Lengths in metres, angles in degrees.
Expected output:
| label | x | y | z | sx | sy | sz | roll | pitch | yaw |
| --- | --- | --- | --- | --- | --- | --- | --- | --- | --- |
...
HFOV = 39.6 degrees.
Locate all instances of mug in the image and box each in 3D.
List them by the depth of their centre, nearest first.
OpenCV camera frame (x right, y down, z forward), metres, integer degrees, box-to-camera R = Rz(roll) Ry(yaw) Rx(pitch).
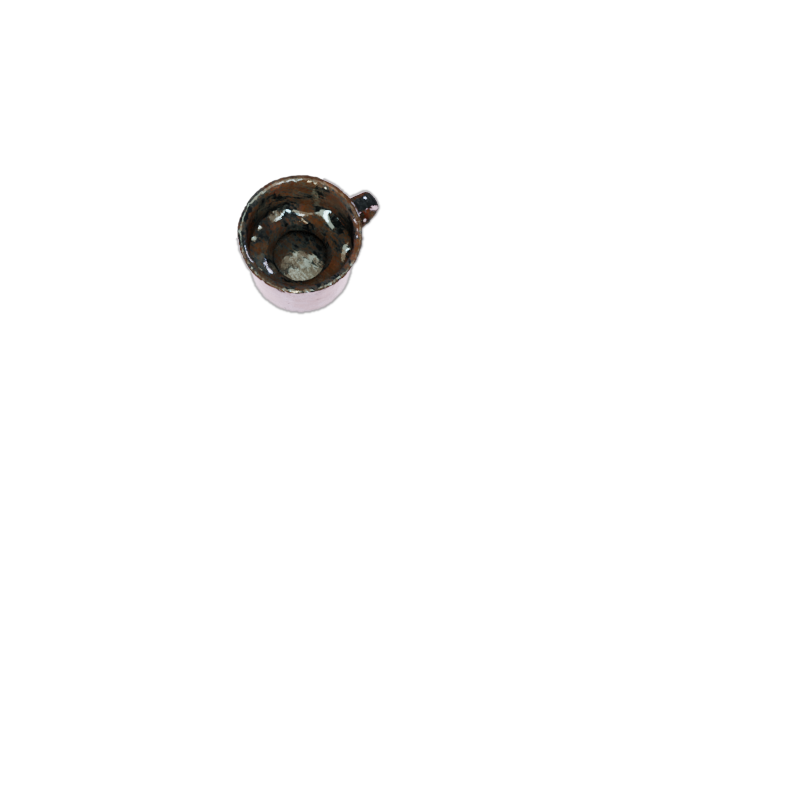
| label | x | y | z | sx | sy | sz | roll | pitch | yaw |
| --- | --- | --- | --- | --- | --- | --- | --- | --- | --- |
| mug | -0.067 | -0.122 | 0.857 | 0.117 | 0.097 | 0.078 | -36 | -12 | -11 |
